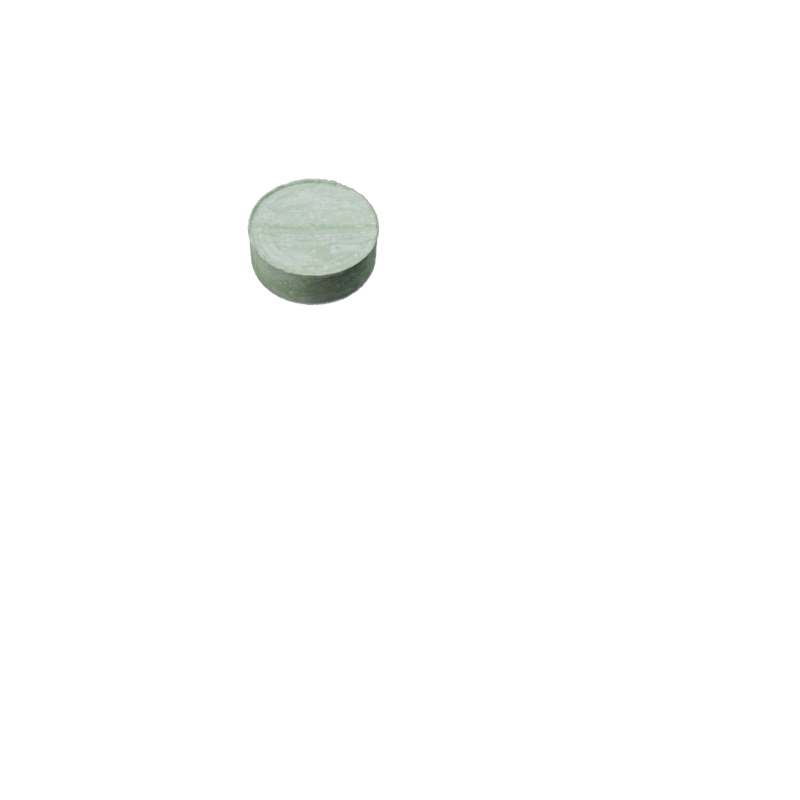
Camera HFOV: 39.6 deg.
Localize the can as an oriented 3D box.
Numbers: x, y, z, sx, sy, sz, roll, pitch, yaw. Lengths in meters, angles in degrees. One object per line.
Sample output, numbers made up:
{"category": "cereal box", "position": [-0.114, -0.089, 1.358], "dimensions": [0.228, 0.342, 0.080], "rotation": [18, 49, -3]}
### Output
{"category": "can", "position": [-0.058, -0.105, 0.735], "dimensions": [0.086, 0.092, 0.031], "rotation": [-1, -38, -1]}
